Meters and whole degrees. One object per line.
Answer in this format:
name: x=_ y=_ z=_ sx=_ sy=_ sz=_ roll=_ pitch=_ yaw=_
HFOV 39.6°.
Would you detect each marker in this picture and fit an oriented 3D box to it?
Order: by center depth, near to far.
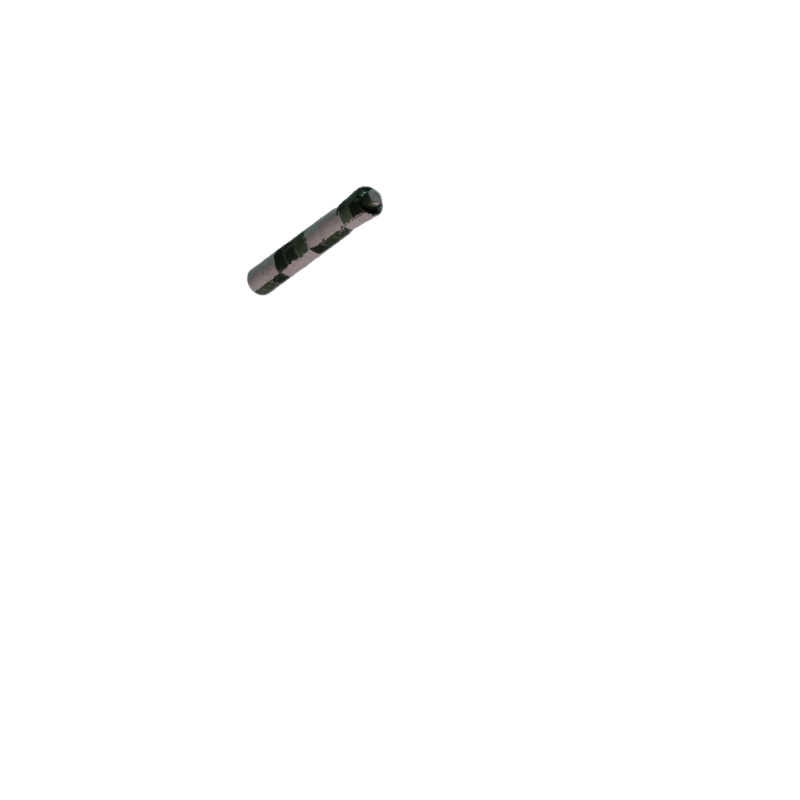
marker: x=-0.050 y=-0.092 z=0.644 sx=0.019 sy=0.021 sz=0.120 roll=-3 pitch=-17 yaw=-41
